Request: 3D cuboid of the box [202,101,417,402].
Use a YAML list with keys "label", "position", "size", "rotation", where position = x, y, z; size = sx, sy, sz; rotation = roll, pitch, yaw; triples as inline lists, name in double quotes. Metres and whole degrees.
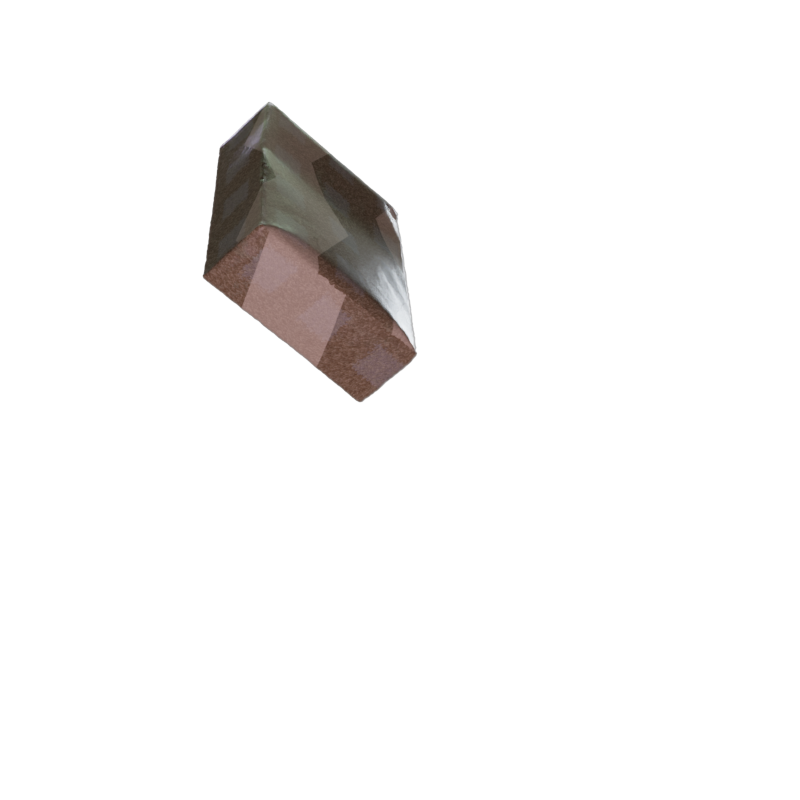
- label: "box"
  position: [-0.069, -0.126, 0.883]
  size: [0.155, 0.071, 0.229]
  rotation: [38, 26, -26]
